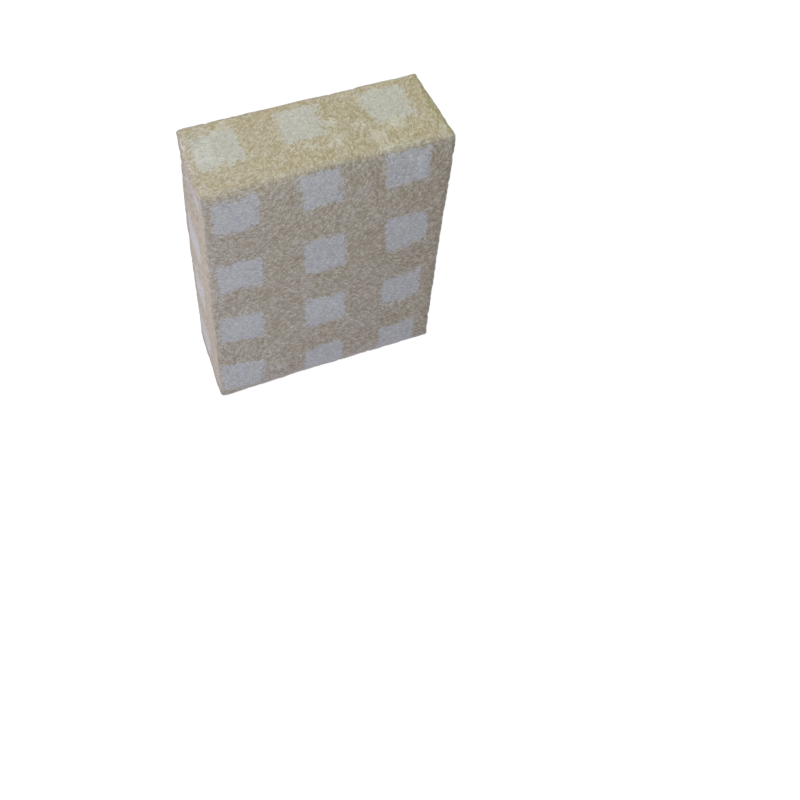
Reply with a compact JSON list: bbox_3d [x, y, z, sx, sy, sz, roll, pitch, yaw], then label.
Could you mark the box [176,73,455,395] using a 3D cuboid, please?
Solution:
[{"bbox_3d":[-0.059,-0.108,0.755,0.163,0.077,0.200,-16,-33,-14],"label":"box"}]
